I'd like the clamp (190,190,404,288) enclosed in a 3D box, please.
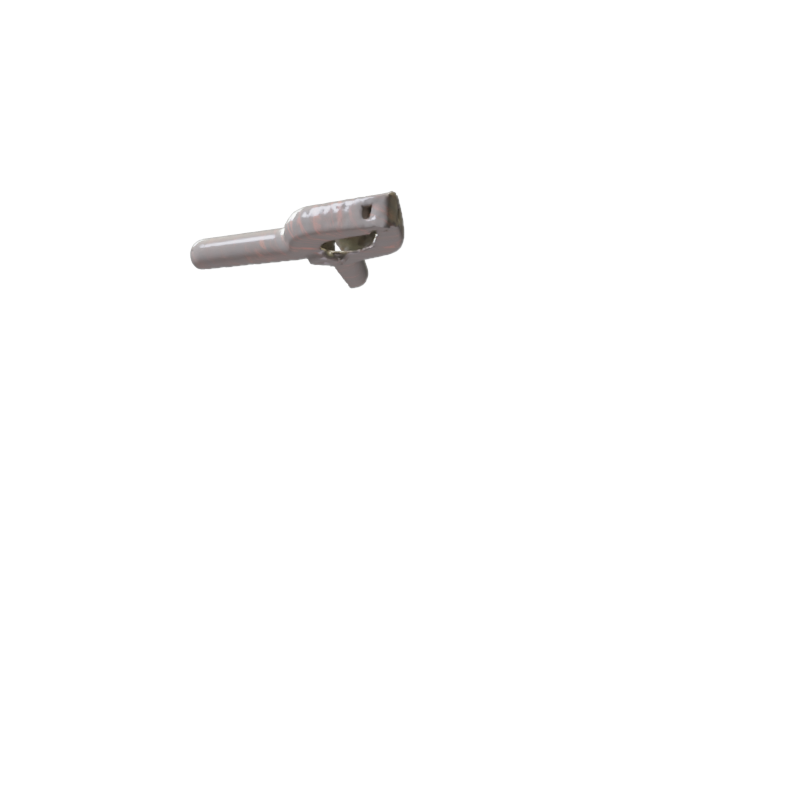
[{"bbox_3d":[-0.069,-0.126,0.884,0.160,0.037,0.210,3,-7,-22],"label":"clamp"}]
